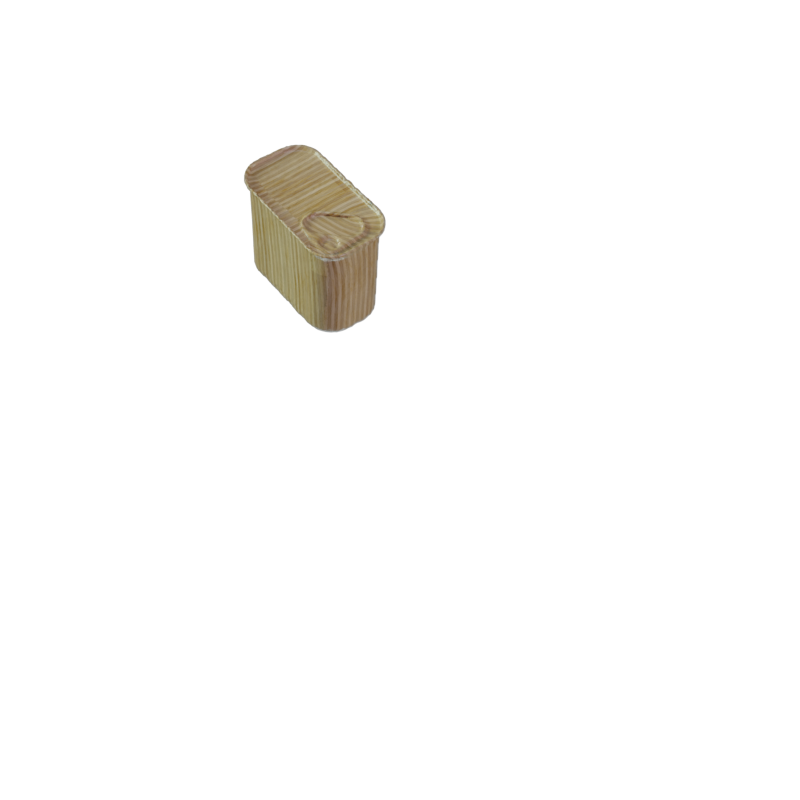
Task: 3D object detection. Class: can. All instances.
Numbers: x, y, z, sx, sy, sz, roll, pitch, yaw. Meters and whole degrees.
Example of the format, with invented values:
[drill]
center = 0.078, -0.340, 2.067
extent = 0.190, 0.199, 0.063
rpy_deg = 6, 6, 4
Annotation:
[can]
center = -0.058, -0.105, 0.739
extent = 0.057, 0.109, 0.078
rpy_deg = -29, -33, -23
